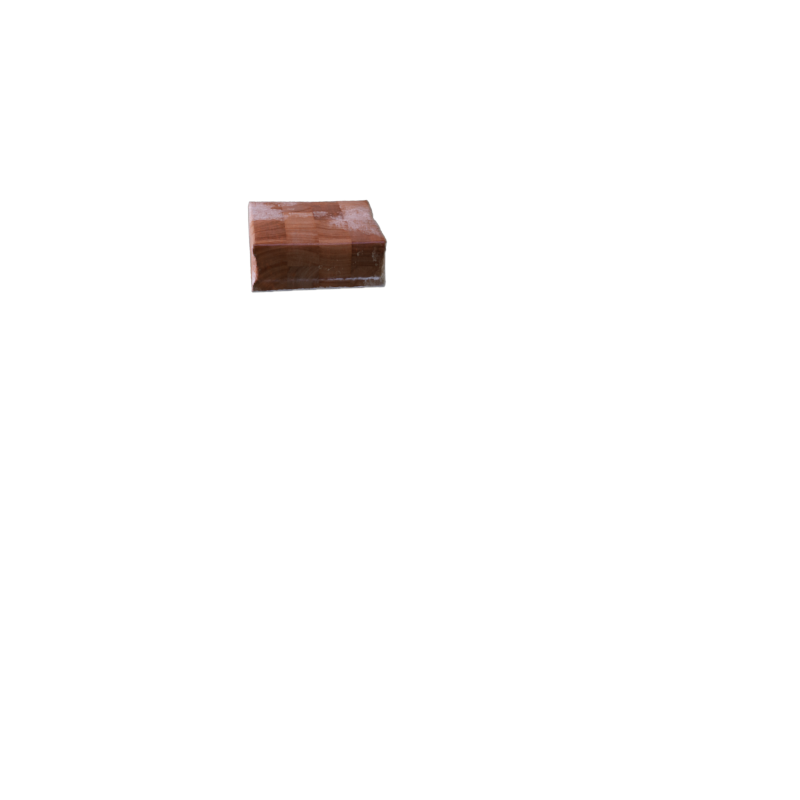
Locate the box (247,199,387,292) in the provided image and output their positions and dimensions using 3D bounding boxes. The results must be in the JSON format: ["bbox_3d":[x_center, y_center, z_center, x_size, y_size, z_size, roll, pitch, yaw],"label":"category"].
[{"bbox_3d":[-0.049,-0.090,0.628,0.073,0.029,0.094,-2,24,-6],"label":"box"}]
